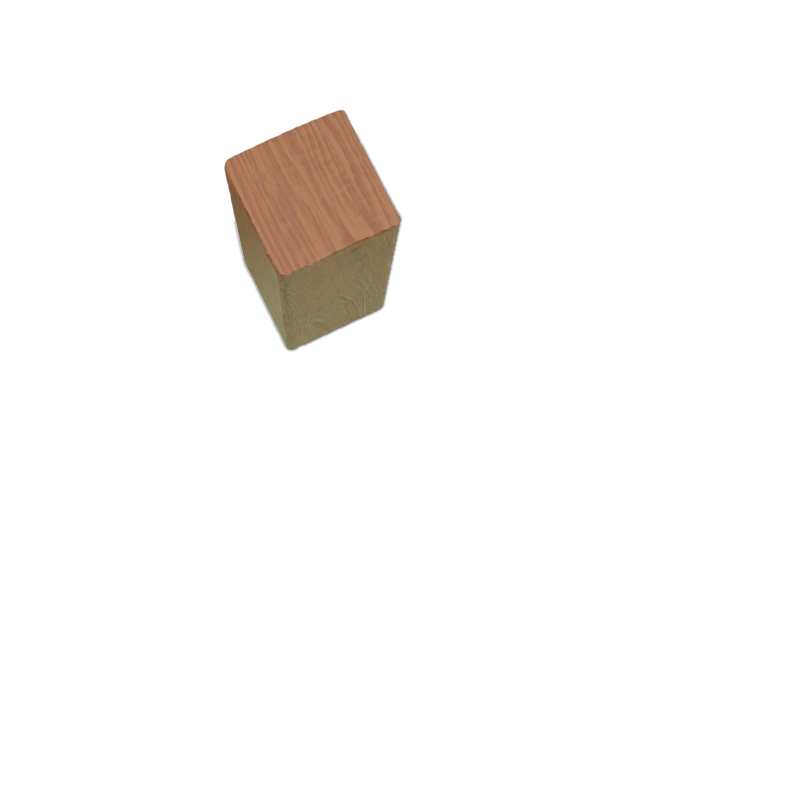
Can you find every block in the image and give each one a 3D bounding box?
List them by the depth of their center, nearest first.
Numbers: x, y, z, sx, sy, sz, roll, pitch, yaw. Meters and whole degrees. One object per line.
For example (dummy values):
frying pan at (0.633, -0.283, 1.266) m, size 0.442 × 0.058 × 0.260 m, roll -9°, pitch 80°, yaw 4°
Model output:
block at (-0.064, -0.115, 0.808) m, size 0.090 × 0.094 × 0.199 m, roll -25°, pitch -9°, yaw -9°
